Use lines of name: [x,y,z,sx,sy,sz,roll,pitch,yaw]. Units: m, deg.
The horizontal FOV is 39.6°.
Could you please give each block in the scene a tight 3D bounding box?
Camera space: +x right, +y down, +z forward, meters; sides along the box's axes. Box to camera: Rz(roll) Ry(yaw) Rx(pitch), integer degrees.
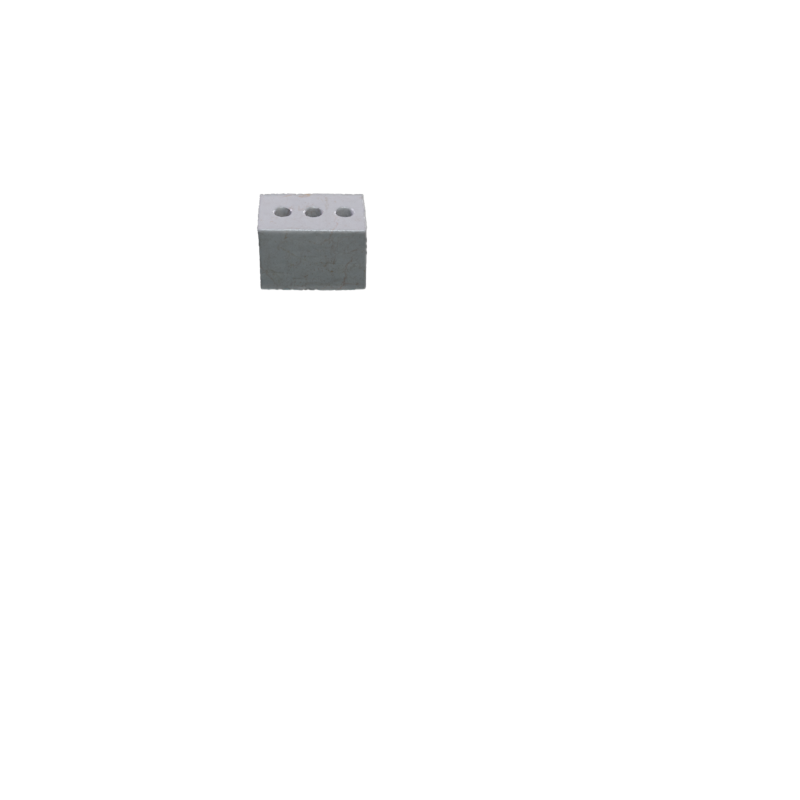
block: [-0.062,-0.113,0.795,0.078,0.048,0.056,0,35,-2]
